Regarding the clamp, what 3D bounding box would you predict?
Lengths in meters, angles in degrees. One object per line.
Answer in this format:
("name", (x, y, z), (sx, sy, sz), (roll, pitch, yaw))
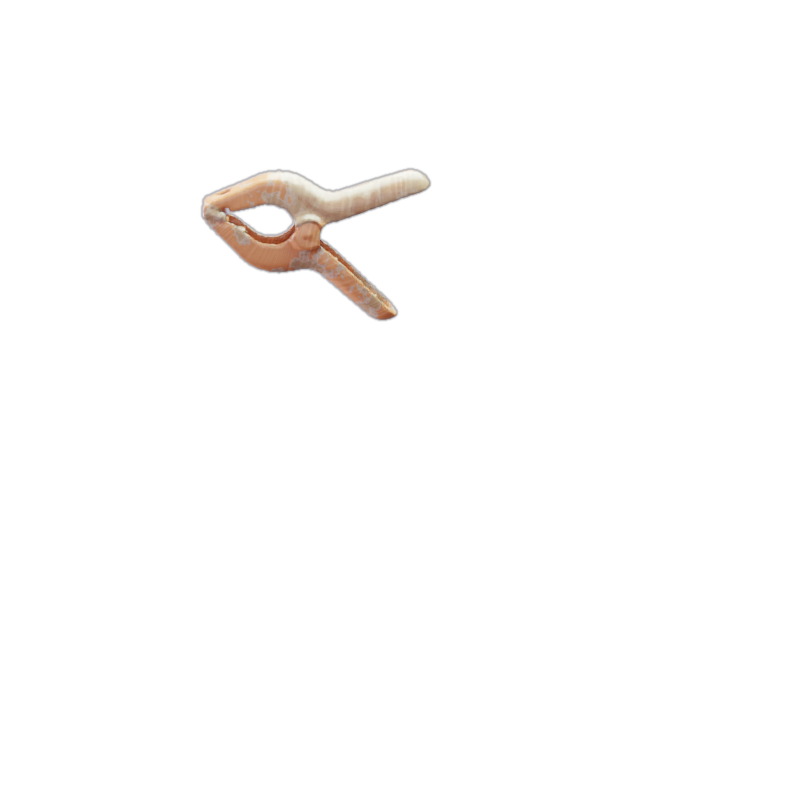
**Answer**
("clamp", (-0.066, -0.121, 0.849), (0.171, 0.117, 0.040), (4, 12, -1))
